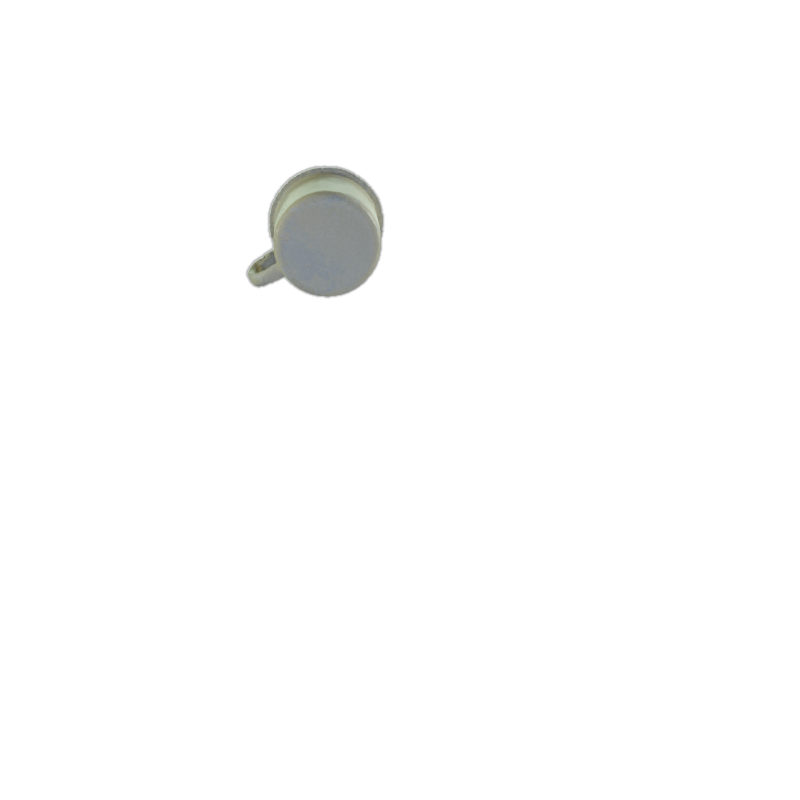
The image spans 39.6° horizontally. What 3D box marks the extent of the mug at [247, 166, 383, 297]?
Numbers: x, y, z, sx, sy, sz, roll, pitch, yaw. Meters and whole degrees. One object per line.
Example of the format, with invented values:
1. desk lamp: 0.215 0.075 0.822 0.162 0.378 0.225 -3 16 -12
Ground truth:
1. mug: -0.067 -0.123 0.861 0.117 0.090 0.085 -28 16 6
